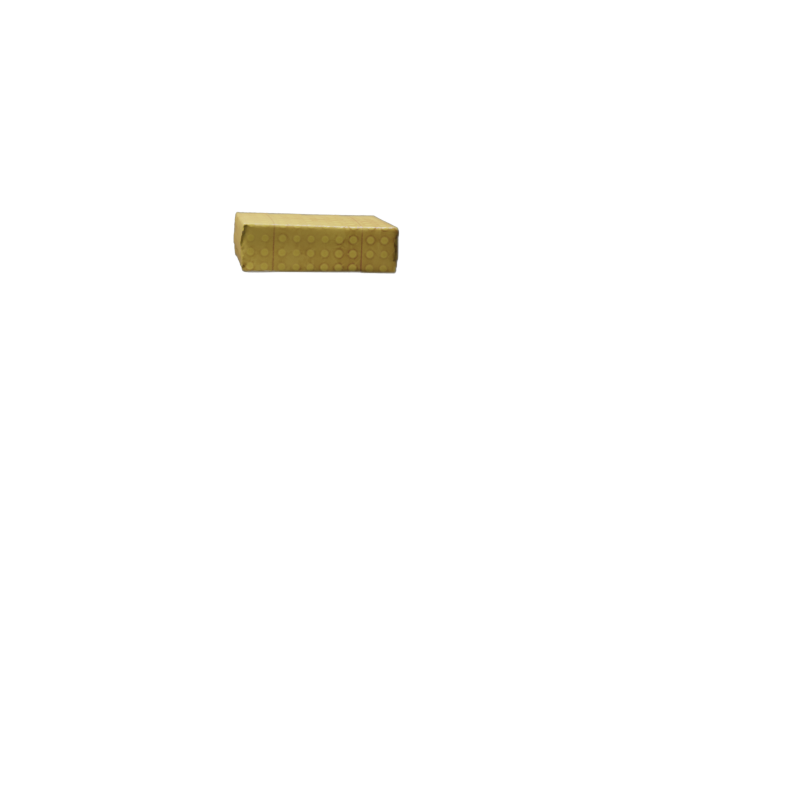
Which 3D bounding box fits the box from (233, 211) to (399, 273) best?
[{"bbox_3d":[-0.064,-0.116,0.814,0.112,0.038,0.093,-2,13,-9],"label":"box"}]
